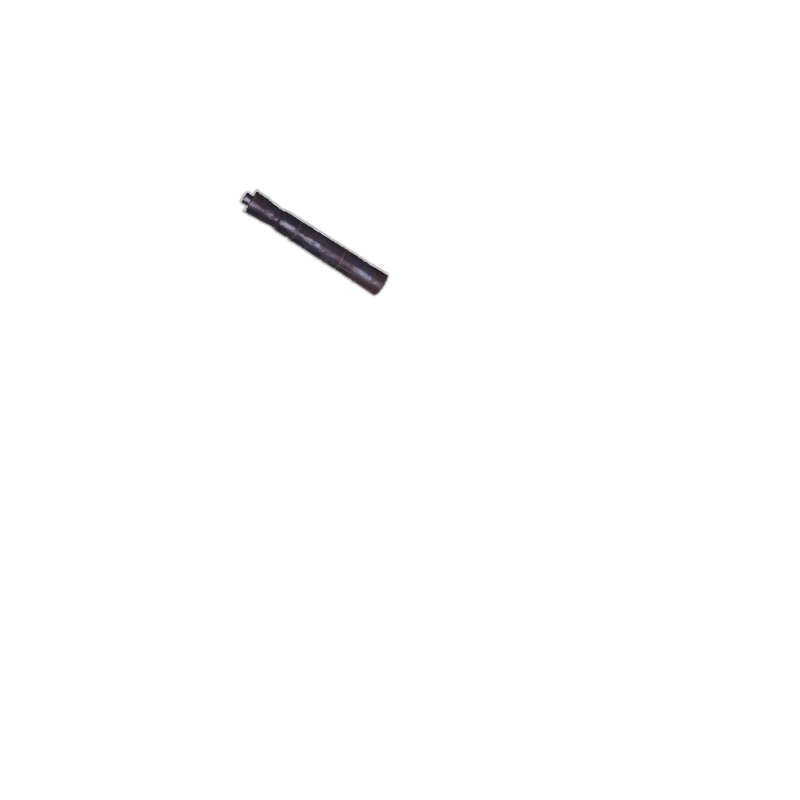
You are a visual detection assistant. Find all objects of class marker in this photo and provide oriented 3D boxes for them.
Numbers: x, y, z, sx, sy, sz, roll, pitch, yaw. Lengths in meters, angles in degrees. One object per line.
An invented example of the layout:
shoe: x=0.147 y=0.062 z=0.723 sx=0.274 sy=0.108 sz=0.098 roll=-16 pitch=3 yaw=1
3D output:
marker: x=-0.063 y=-0.116 z=0.810 sx=0.119 sy=0.020 sz=0.020 roll=32 pitch=-2 yaw=-7
